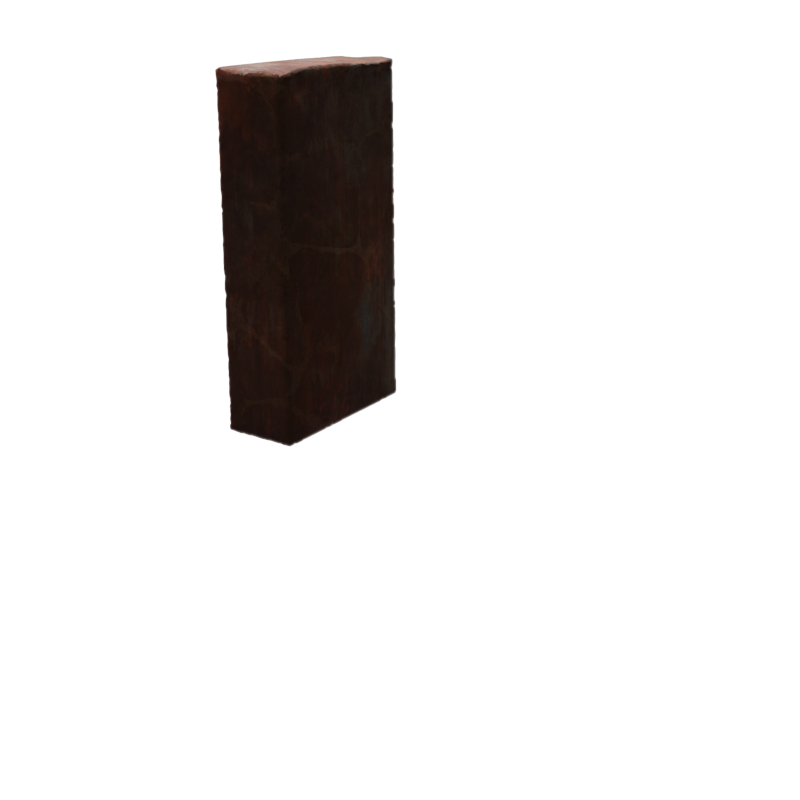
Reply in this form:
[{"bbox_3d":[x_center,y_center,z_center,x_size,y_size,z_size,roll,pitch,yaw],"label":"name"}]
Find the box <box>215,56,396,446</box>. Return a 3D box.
[{"bbox_3d":[-0.042,-0.078,0.544,0.050,0.170,0.092,11,19,33],"label":"box"}]
